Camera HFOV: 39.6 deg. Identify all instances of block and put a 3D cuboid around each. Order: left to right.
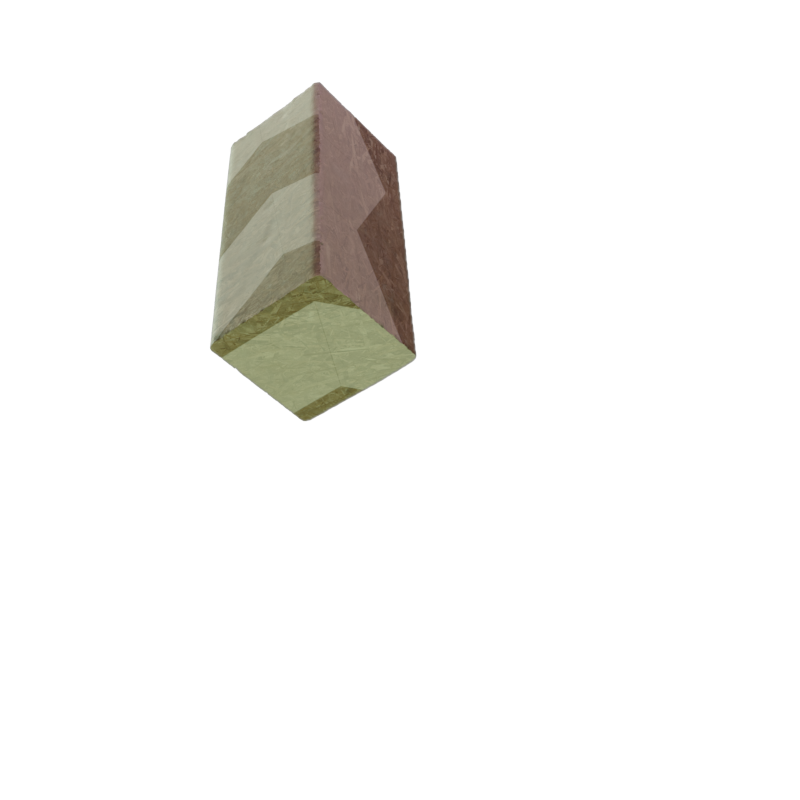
[{"bbox_3d":[-0.057,-0.103,0.728,0.090,0.221,0.085,-32,-52,24],"label":"block"}]
